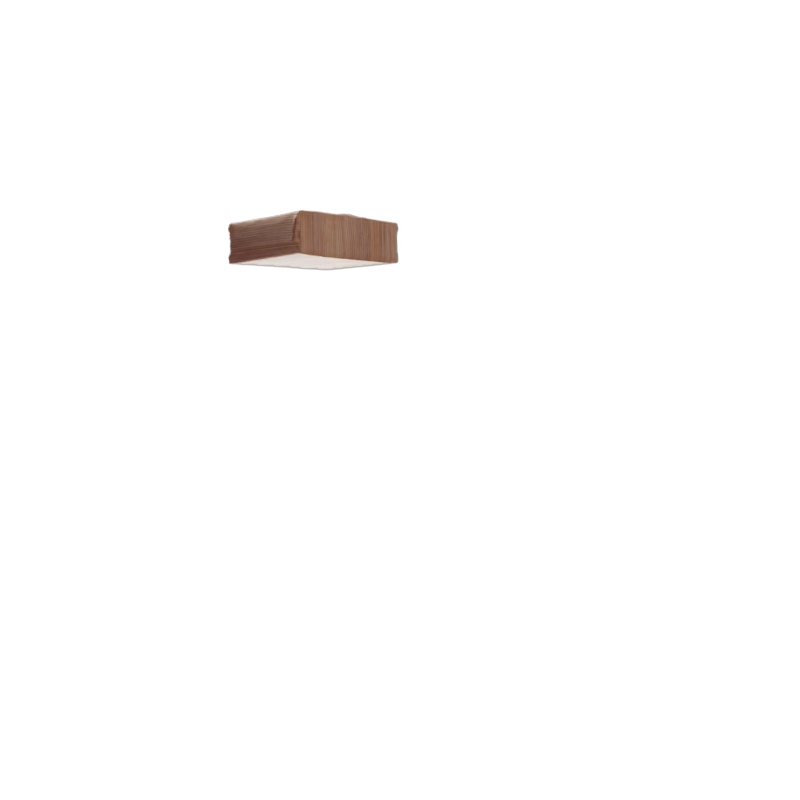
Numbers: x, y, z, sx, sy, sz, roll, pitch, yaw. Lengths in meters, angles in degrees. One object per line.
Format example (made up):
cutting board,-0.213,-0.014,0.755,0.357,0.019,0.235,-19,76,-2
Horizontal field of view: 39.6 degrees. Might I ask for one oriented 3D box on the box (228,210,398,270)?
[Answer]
box,-0.057,-0.104,0.729,0.085,0.030,0.076,0,0,-43
